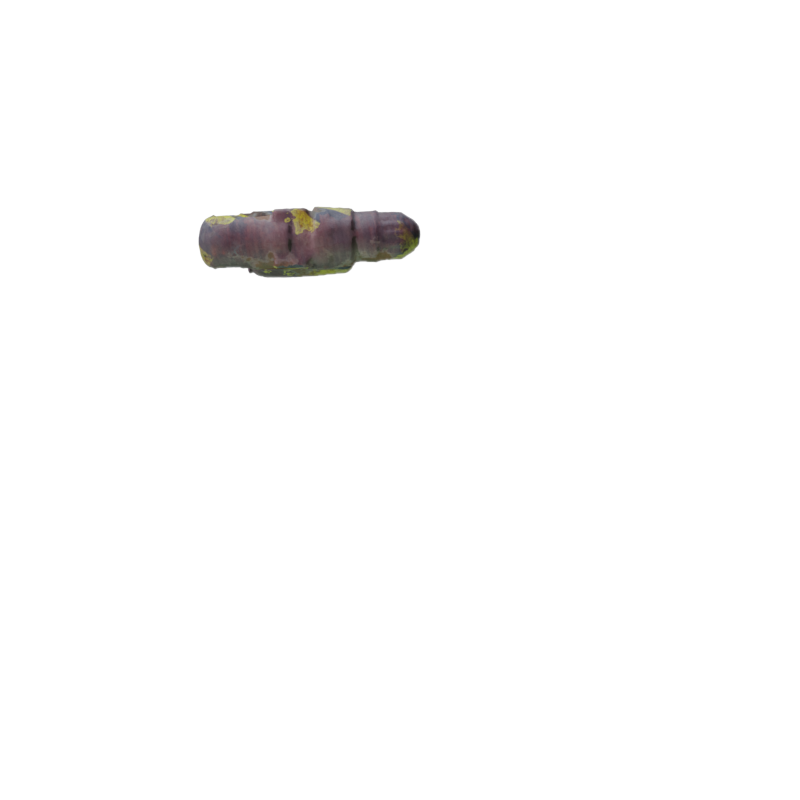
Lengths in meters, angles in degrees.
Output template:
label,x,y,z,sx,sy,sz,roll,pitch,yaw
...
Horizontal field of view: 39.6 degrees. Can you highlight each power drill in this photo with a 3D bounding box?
label,x,y,z,sx,sy,sz,roll,pitch,yaw
power drill,-0.078,-0.142,0.994,0.185,0.057,0.187,0,3,1
